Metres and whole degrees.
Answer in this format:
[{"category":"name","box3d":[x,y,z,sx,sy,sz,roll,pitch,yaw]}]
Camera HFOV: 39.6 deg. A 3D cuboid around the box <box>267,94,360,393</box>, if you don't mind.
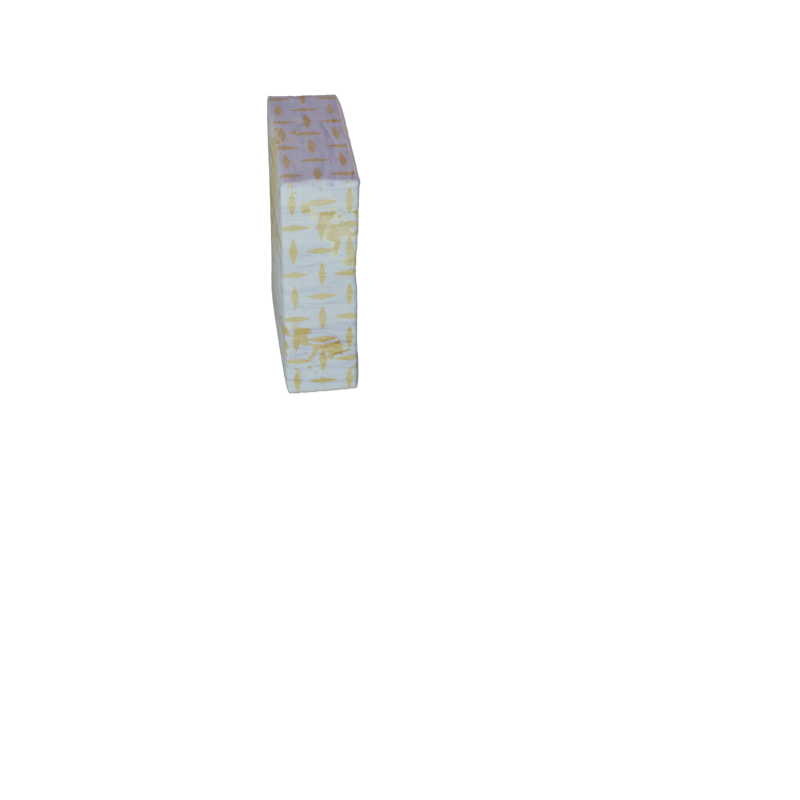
[{"category":"box","box3d":[-0.077,-0.140,0.981,0.071,0.200,0.177,-3,37,-9]}]
